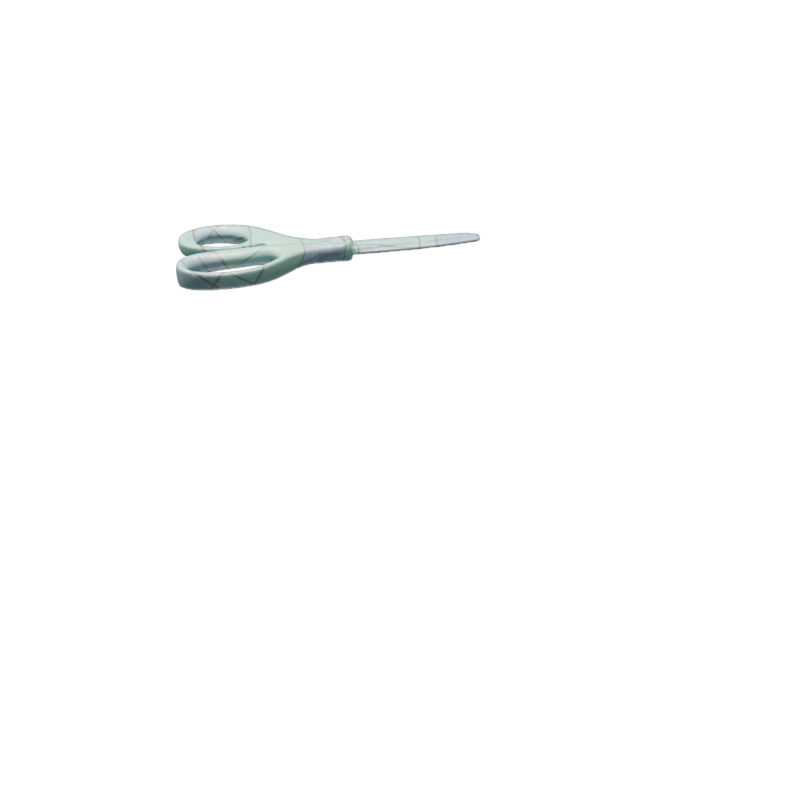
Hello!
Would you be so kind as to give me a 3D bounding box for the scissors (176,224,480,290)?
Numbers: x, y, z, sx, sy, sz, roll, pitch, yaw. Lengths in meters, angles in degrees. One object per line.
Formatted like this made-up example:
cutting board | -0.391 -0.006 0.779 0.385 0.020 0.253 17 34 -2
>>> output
scissors | -0.057 -0.104 0.729 0.198 0.015 0.103 -15 31 -27
